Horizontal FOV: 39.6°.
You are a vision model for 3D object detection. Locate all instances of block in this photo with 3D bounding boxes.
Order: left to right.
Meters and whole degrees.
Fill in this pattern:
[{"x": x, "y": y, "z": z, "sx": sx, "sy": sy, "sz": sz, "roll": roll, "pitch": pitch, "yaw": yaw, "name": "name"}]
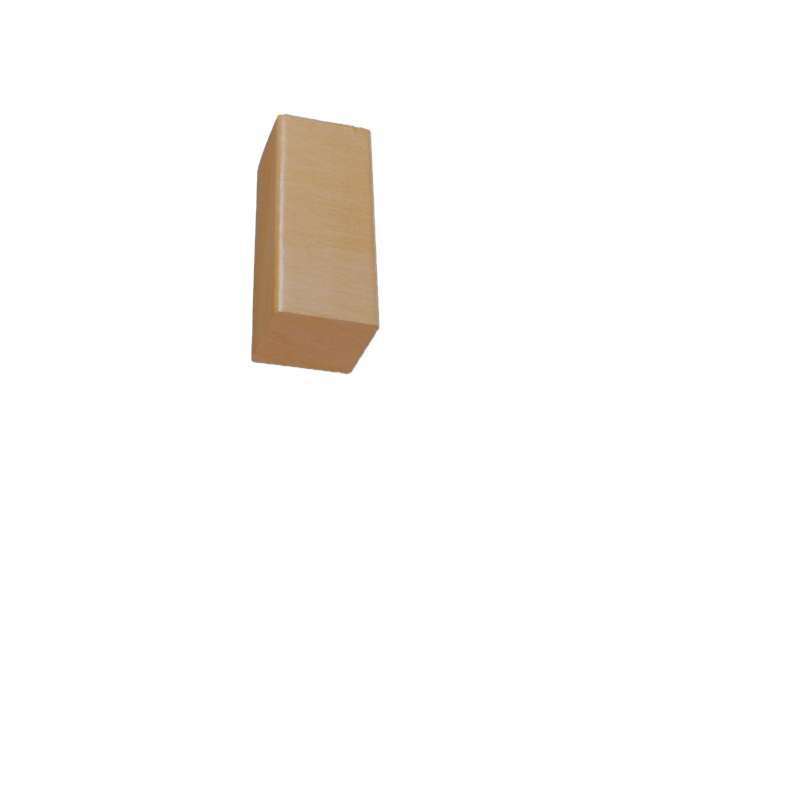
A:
[{"x": -0.076, "y": -0.140, "z": 0.975, "sx": 0.089, "sy": 0.220, "sz": 0.086, "roll": 8, "pitch": -33, "yaw": -16, "name": "block"}]
